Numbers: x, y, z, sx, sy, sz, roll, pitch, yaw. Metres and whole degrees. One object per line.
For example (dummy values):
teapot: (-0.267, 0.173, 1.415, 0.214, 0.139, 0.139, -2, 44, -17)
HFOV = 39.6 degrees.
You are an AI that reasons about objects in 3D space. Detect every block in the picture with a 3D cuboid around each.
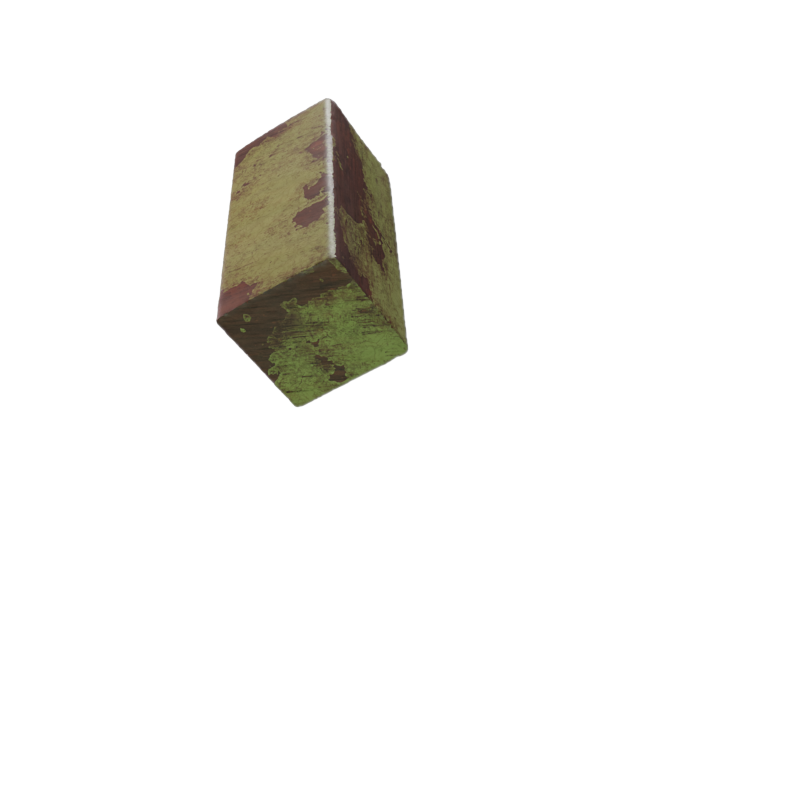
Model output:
block: (-0.060, -0.110, 0.770, 0.090, 0.084, 0.221, -28, 36, 18)
